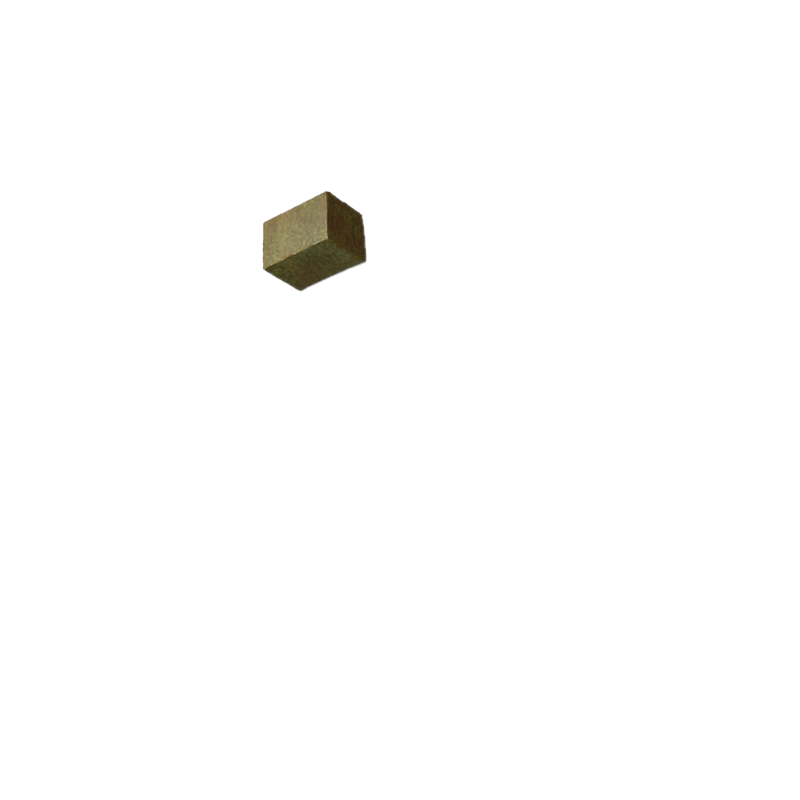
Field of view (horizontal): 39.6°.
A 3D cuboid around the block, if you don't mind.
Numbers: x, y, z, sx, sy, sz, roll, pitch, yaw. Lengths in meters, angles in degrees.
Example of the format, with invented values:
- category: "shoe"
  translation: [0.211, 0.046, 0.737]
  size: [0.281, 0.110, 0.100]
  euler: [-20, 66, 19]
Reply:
- category: "block"
  translation: [-0.076, -0.139, 0.971]
  size: [0.079, 0.054, 0.049]
  euler: [-21, -34, 32]
